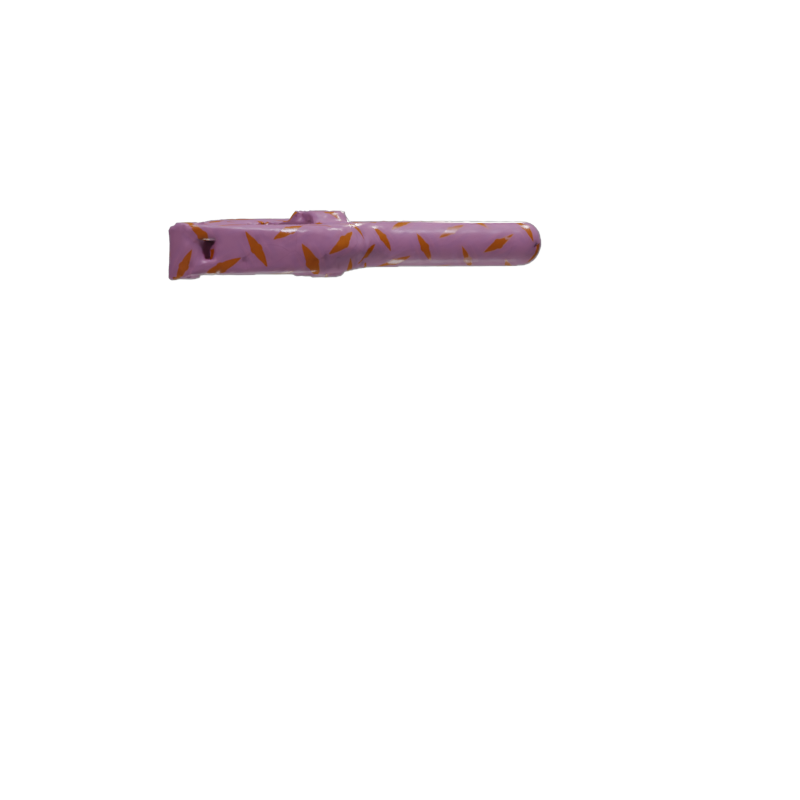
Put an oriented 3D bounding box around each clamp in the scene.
[{"bbox_3d":[-0.049,-0.089,0.623,0.203,0.036,0.173,-10,15,-39],"label":"clamp"}]
